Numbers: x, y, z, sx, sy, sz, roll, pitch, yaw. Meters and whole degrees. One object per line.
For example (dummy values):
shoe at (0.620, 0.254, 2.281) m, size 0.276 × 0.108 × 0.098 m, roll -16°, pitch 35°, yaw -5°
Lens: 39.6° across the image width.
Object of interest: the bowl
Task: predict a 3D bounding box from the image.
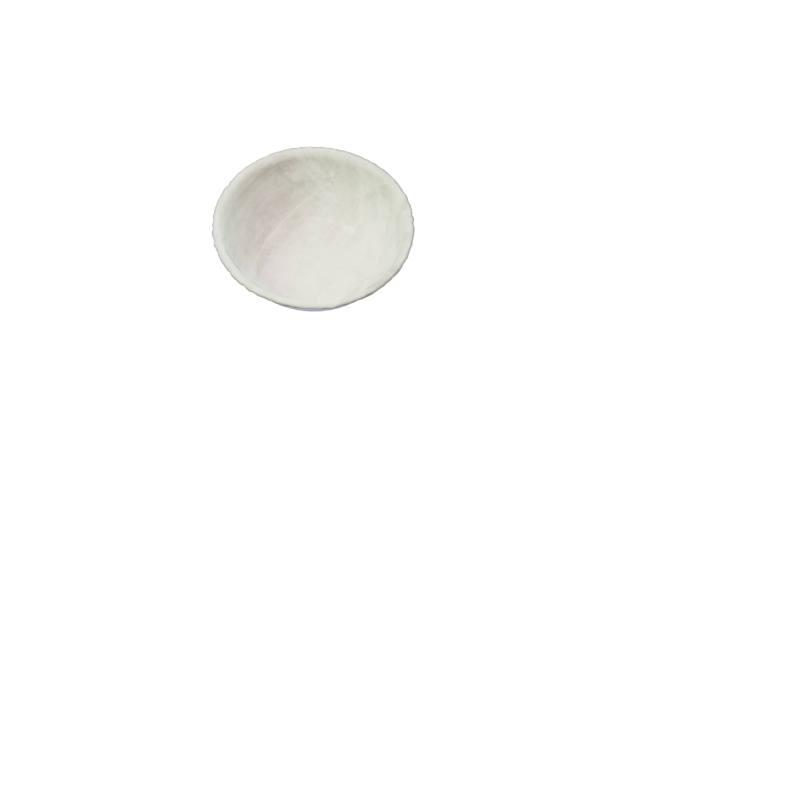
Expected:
bowl at (-0.071, -0.129, 0.905) m, size 0.162 × 0.173 × 0.051 m, roll -1°, pitch -33°, yaw -1°
